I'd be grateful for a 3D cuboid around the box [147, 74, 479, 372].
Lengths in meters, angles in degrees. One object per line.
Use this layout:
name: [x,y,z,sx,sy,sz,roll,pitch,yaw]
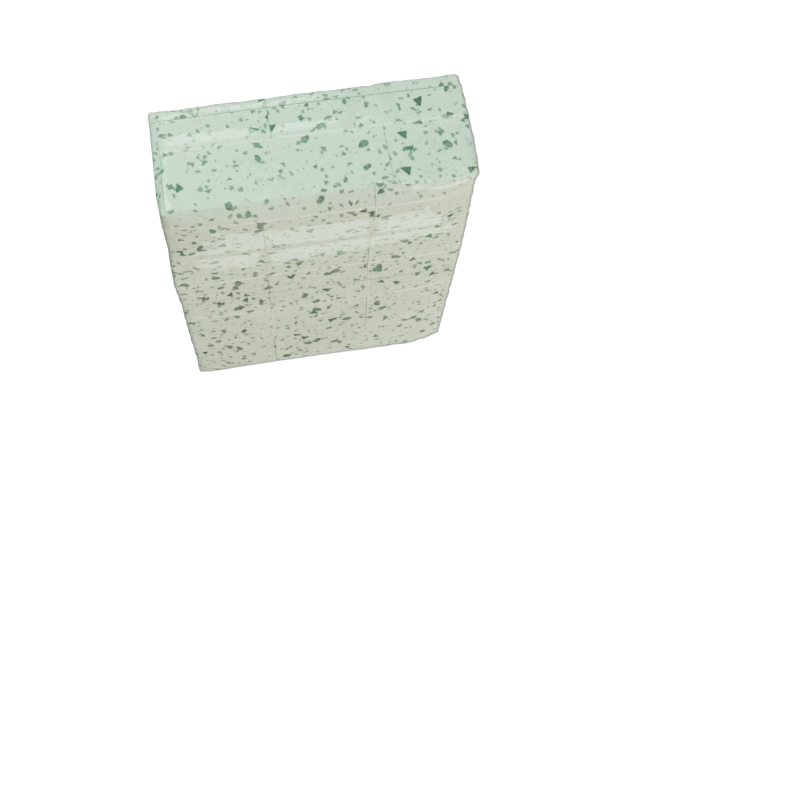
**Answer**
box: [-0.051,-0.093,0.648,0.163,0.076,0.203,-8,-20,-6]
